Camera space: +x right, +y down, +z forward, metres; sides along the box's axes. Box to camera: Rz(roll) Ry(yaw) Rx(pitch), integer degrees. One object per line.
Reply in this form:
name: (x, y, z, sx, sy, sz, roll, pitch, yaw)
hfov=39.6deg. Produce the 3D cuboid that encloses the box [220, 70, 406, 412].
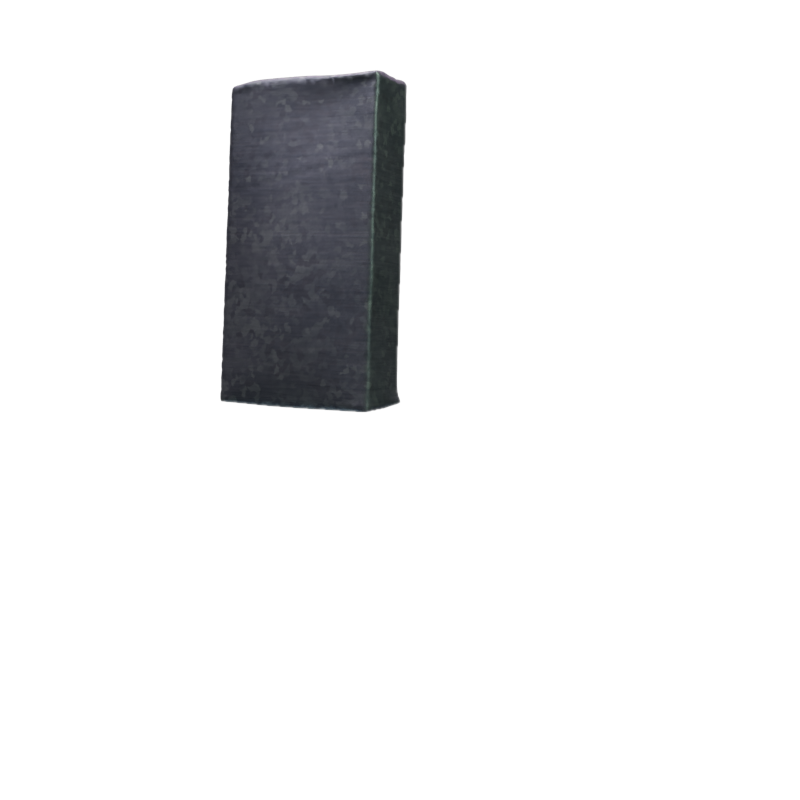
box: (-0.047, -0.086, 0.600, 0.096, 0.177, 0.046, 0, -1, 27)
